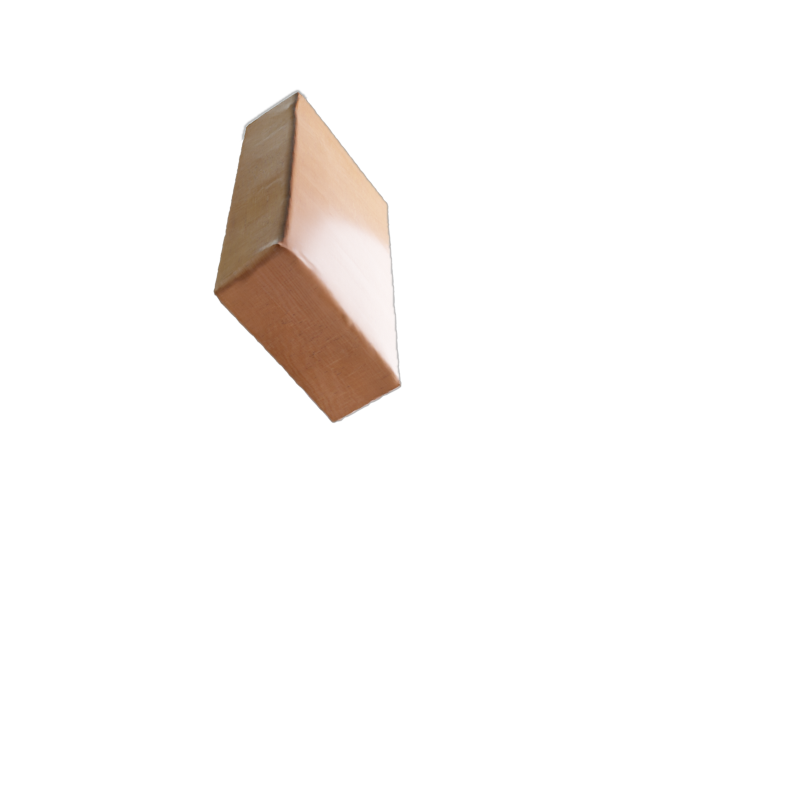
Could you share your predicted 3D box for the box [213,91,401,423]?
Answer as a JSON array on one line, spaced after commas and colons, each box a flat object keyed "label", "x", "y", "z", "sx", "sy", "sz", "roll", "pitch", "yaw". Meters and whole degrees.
[{"label": "box", "x": -0.044, "y": -0.080, "z": 0.565, "sx": 0.048, "sy": 0.088, "sz": 0.188, "roll": -32, "pitch": 29, "yaw": 16}]
